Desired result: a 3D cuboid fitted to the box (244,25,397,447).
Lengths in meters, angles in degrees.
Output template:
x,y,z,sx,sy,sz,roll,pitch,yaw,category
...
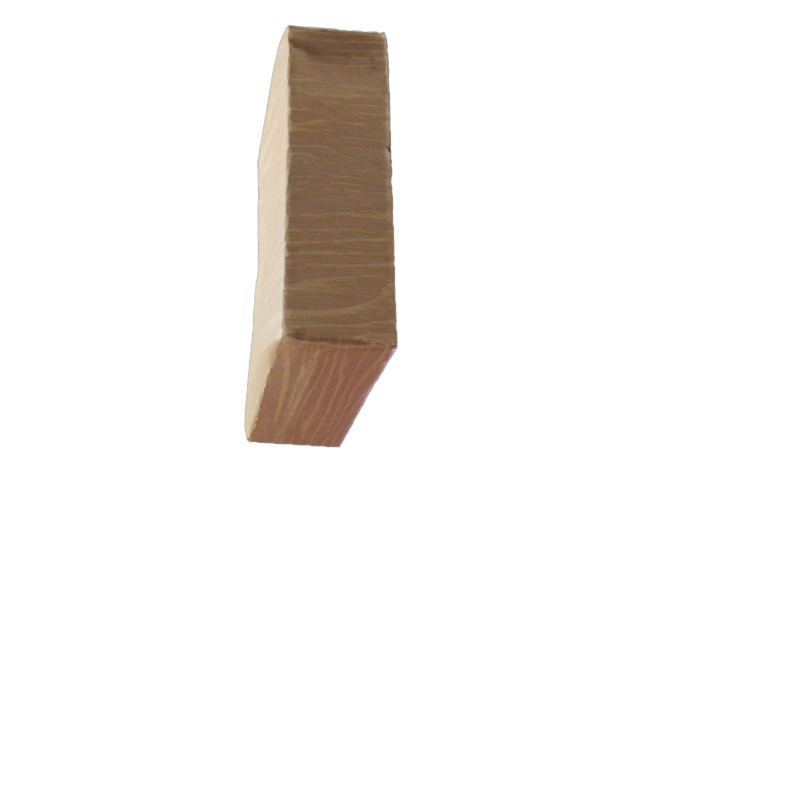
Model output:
x,y,z,sx,sy,sz,roll,pitch,yaw,category
-0.054,-0.099,0.692,0.071,0.227,0.157,4,-26,-12,box
